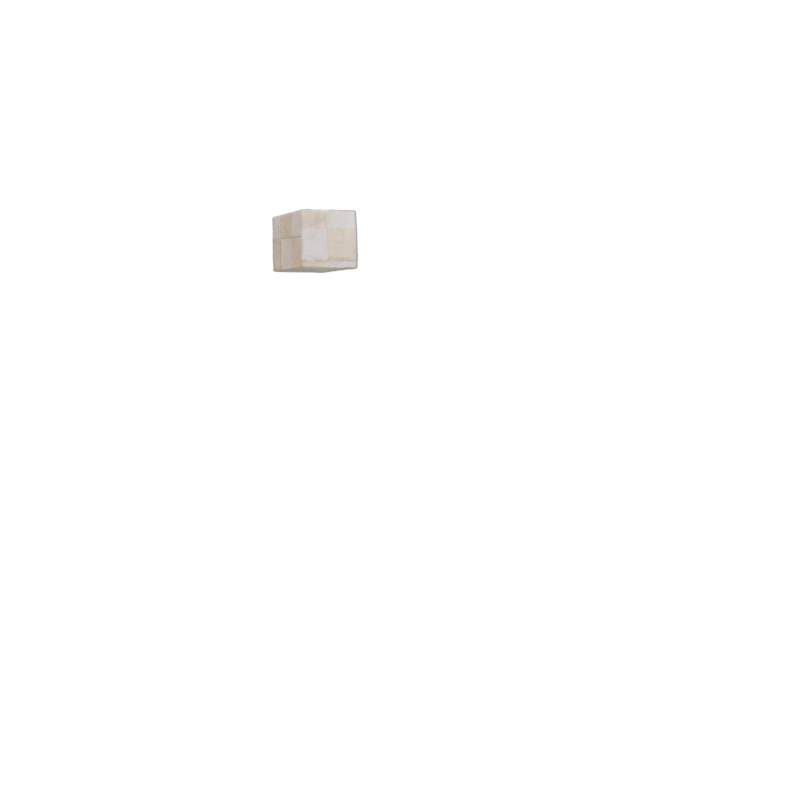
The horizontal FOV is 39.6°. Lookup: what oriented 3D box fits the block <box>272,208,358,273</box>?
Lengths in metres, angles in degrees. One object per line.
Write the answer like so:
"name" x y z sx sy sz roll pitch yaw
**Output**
"block" -0.077 -0.140 0.978 0.051 0.051 0.080 0 1 -25
